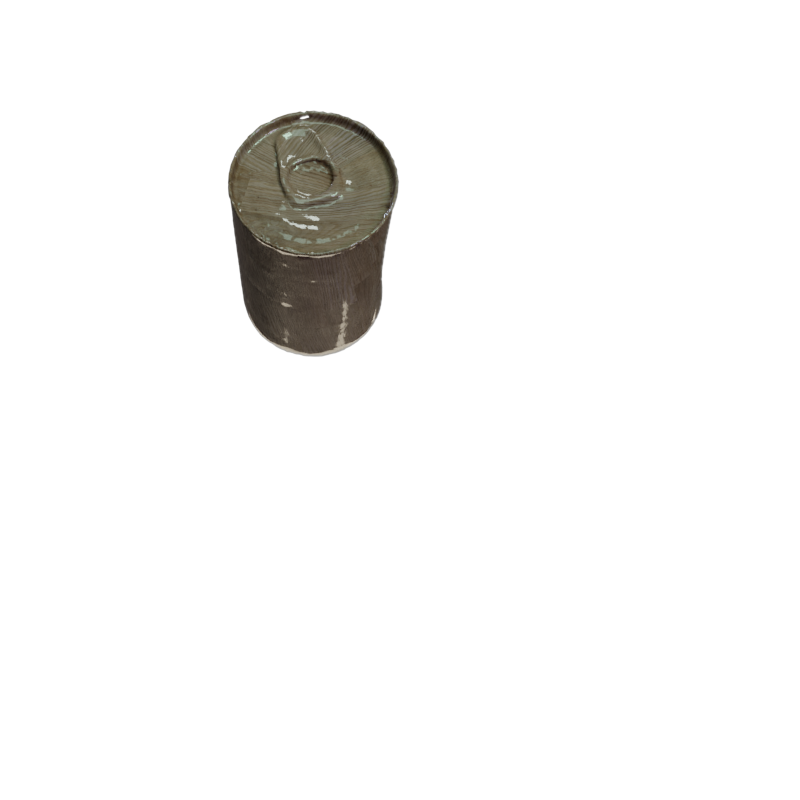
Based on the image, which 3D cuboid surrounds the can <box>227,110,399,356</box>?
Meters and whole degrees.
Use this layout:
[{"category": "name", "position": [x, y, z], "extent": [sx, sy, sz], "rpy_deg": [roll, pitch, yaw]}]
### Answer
[{"category": "can", "position": [-0.038, -0.069, 0.483], "extent": [0.068, 0.073, 0.097], "rpy_deg": [0, -24, -3]}]
